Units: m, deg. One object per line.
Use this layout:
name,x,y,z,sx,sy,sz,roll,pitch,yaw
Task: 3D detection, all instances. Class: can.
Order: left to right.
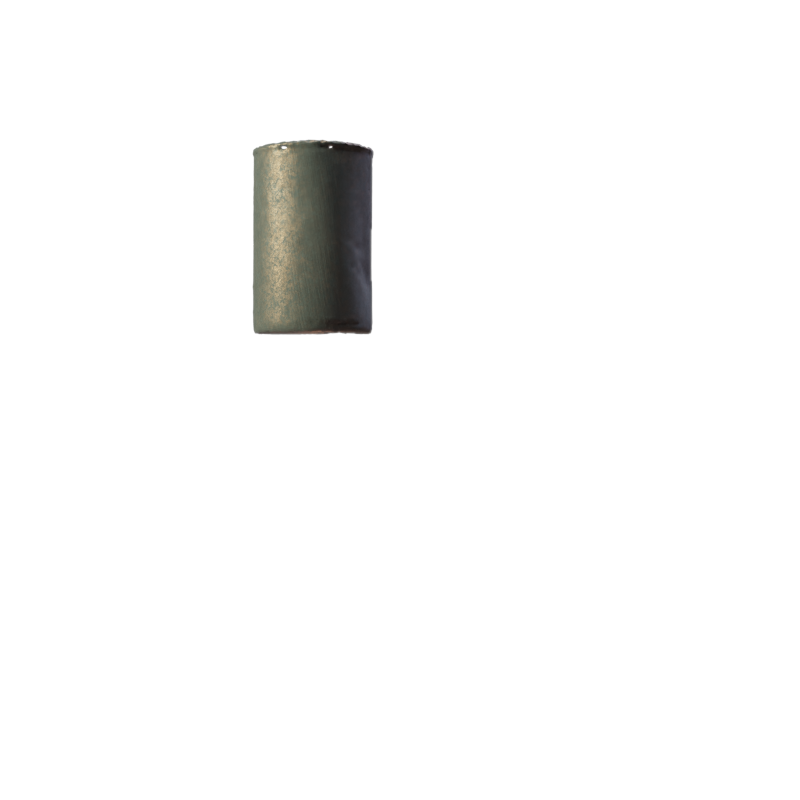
can,-0.048,-0.088,0.616,0.068,0.103,0.068,0,-3,-2
